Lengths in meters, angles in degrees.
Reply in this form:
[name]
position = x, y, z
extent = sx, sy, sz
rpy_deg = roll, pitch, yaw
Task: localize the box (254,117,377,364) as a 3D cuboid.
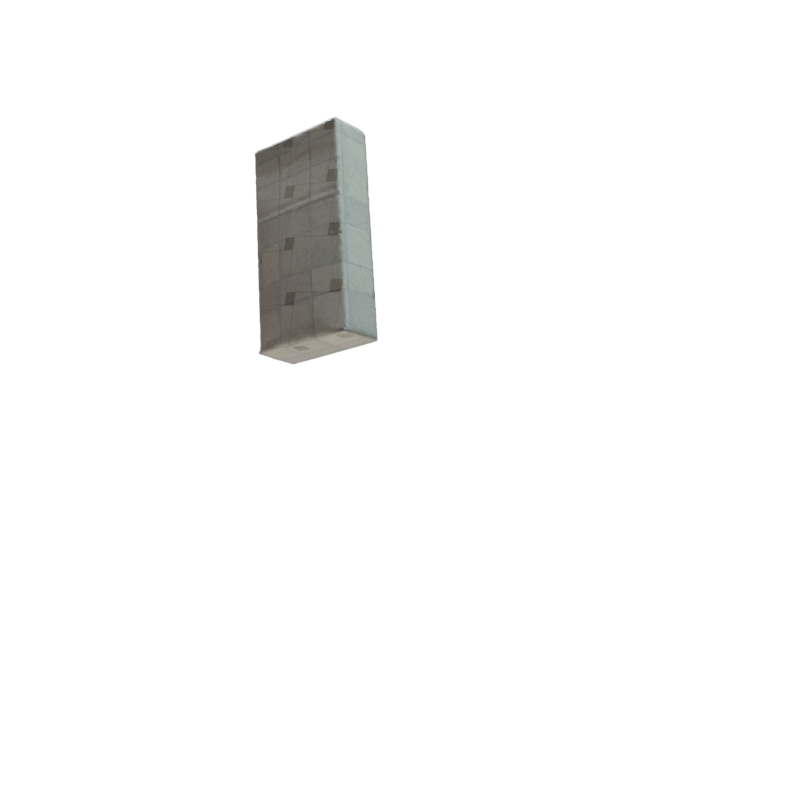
[box]
position = -0.068, -0.125, 0.874
extent = 0.095, 0.185, 0.045
rpy_deg = -17, -26, 37
